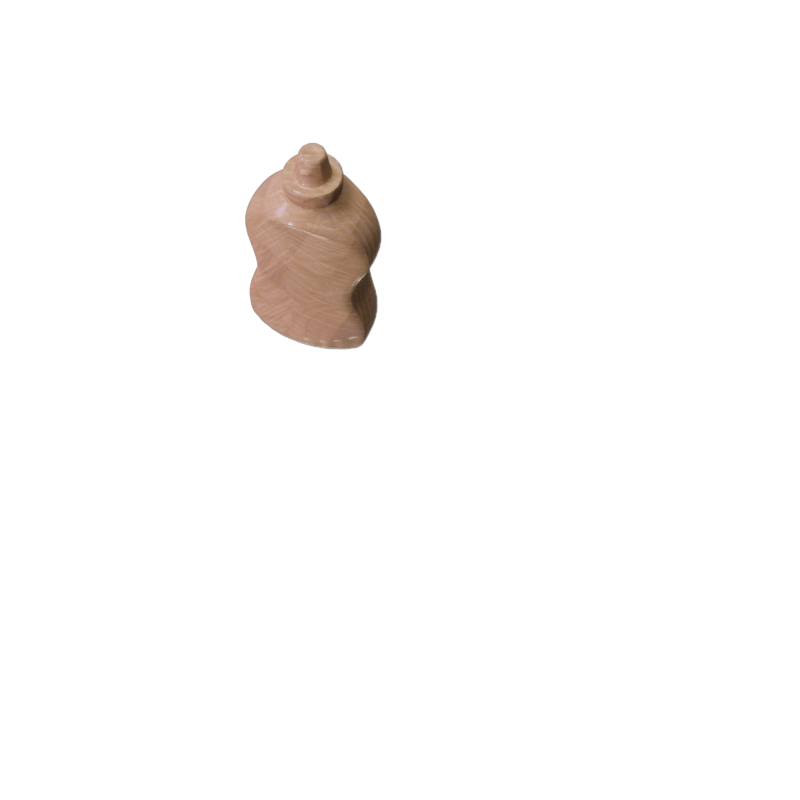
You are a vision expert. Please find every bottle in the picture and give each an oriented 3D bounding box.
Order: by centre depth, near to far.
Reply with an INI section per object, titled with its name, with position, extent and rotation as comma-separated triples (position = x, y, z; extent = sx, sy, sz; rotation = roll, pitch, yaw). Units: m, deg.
[bottle]
position = -0.062, -0.112, 0.786
extent = 0.099, 0.061, 0.179
rotation = 22, -31, 11
